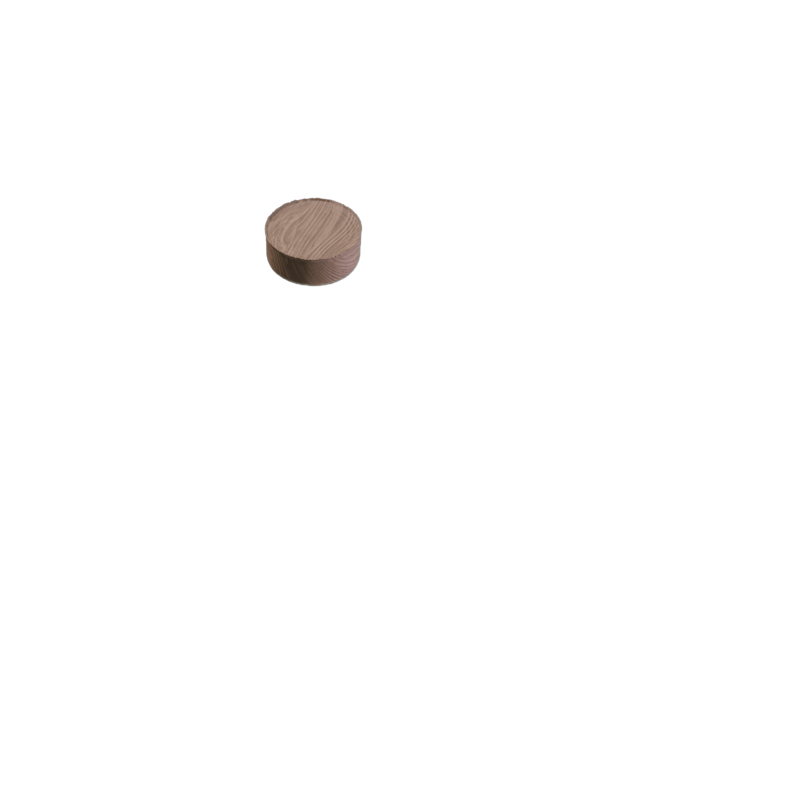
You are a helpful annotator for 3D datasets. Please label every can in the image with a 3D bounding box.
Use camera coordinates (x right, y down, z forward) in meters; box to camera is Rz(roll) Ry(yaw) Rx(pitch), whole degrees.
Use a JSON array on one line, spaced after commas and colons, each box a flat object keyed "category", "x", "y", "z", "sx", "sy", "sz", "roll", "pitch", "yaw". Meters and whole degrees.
[{"category": "can", "x": -0.077, "y": -0.140, "z": 0.982, "sx": 0.086, "sy": 0.031, "sz": 0.092, "roll": -1, "pitch": 45, "yaw": -1}]
